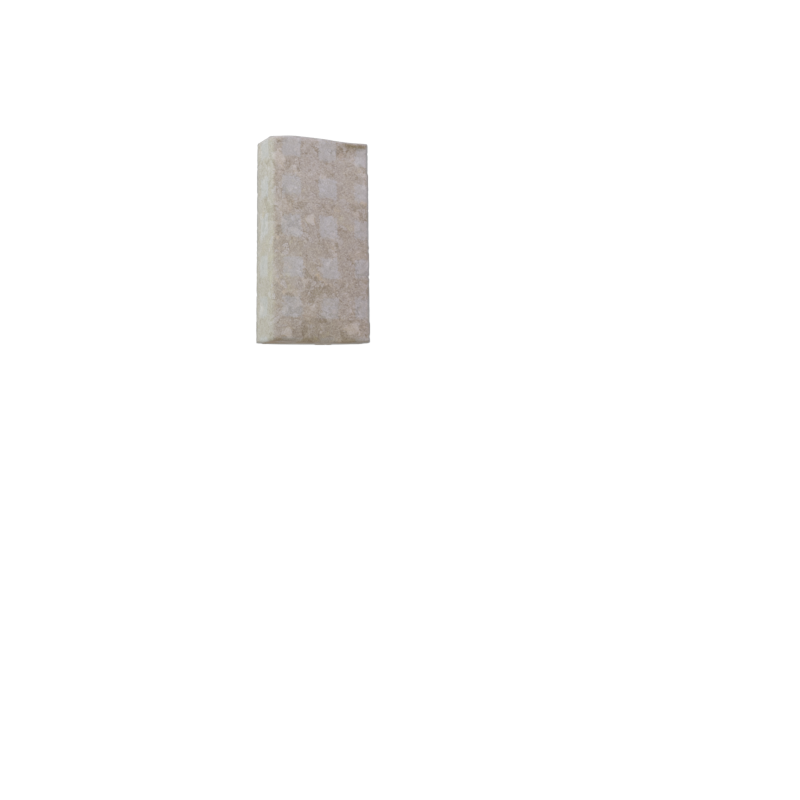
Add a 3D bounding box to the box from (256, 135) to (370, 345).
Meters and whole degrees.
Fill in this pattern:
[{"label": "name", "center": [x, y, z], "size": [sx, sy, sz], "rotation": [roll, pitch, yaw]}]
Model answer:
[{"label": "box", "center": [-0.075, -0.136, 0.955], "size": [0.090, 0.179, 0.049], "rotation": [2, -7, -24]}]
